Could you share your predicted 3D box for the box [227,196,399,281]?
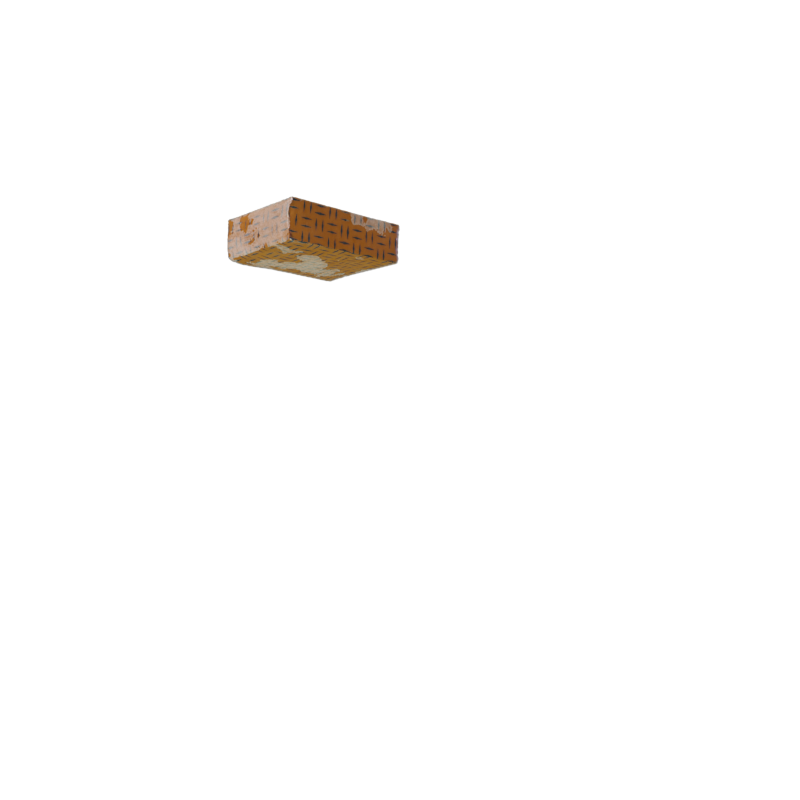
[{"bbox_3d":[-0.071,-0.129,0.901,0.108,0.040,0.092,6,-11,-39],"label":"box"}]
